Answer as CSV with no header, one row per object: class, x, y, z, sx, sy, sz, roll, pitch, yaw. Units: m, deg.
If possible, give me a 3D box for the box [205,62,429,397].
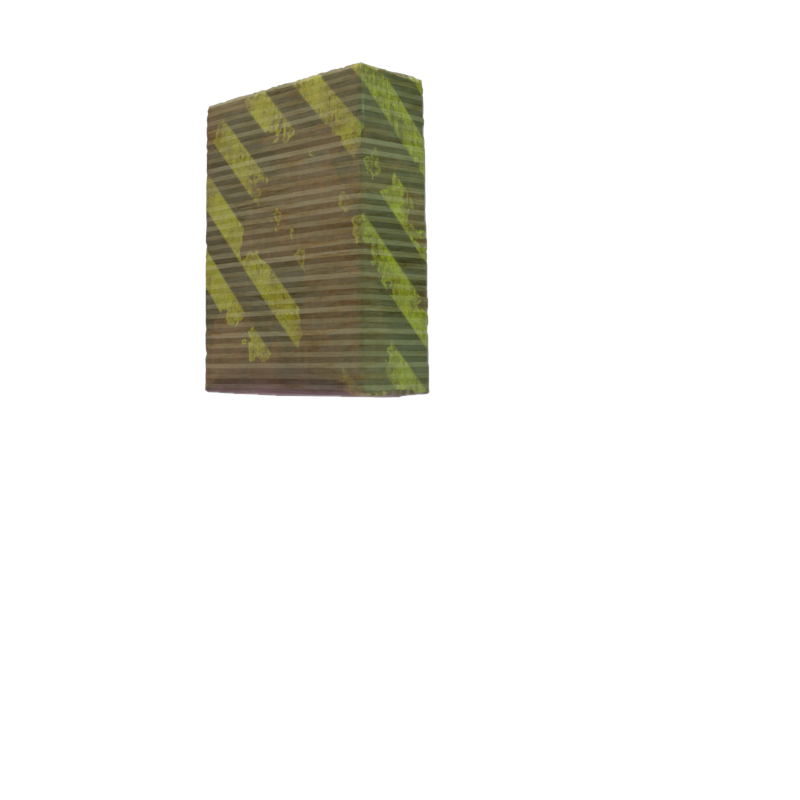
box,-0.061,-0.111,0.775,0.169,0.217,0.068,-4,-7,44
